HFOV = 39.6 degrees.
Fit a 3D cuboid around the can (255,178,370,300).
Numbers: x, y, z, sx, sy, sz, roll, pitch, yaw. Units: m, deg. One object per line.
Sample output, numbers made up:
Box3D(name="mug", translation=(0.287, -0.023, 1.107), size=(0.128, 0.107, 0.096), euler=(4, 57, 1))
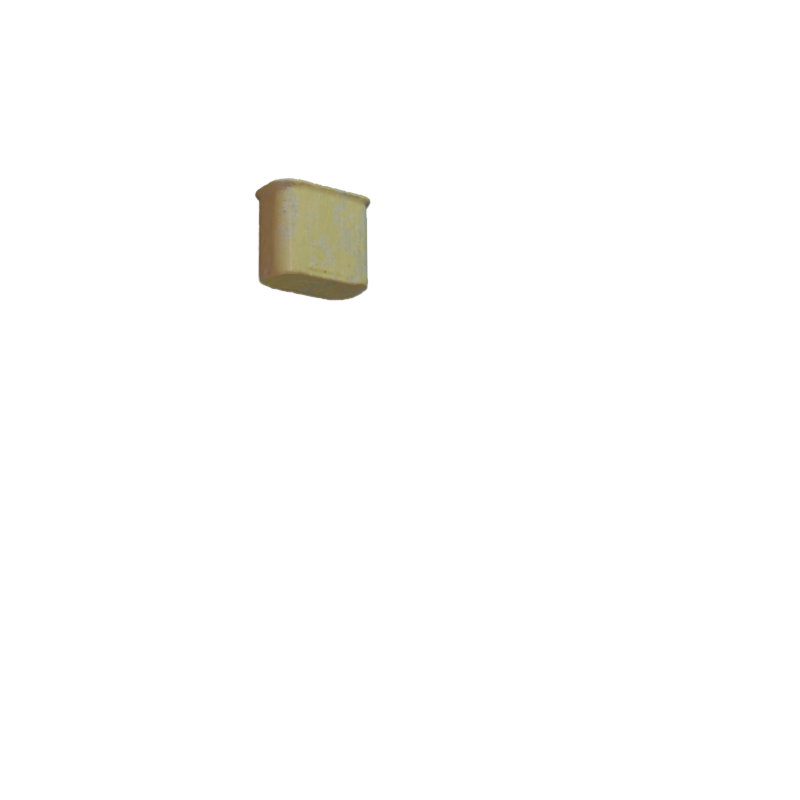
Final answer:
Box3D(name="can", translation=(-0.075, -0.137, 0.962), size=(0.097, 0.087, 0.058), euler=(10, -19, -35))
